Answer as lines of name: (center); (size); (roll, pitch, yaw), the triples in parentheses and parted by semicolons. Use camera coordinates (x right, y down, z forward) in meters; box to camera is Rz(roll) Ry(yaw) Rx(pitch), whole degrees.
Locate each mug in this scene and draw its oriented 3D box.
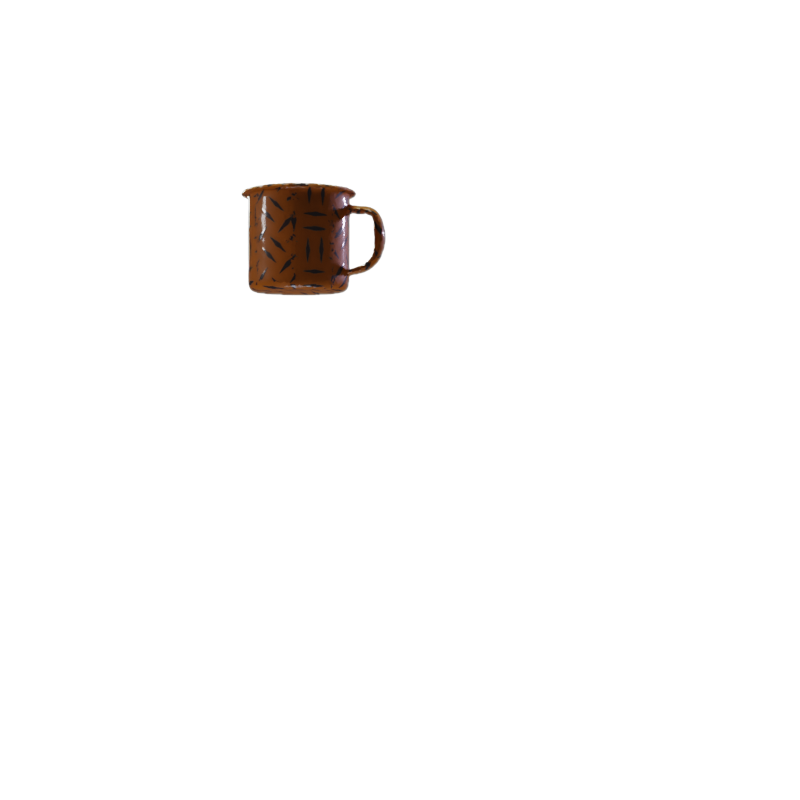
mug: (-0.070, -0.128, 0.895); (0.118, 0.083, 0.091); (0, -3, 7)
